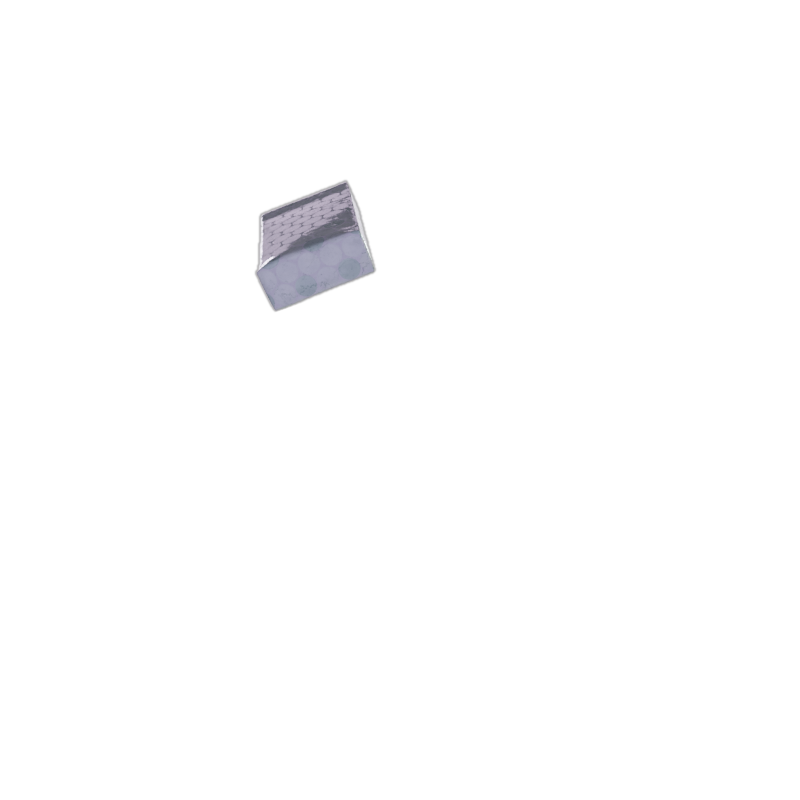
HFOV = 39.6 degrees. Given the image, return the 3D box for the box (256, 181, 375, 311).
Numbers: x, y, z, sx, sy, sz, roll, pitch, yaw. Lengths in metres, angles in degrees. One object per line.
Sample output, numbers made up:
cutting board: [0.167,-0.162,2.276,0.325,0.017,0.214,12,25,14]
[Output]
box: [-0.077,-0.141,0.986,0.093,0.046,0.184,-21,21,4]
